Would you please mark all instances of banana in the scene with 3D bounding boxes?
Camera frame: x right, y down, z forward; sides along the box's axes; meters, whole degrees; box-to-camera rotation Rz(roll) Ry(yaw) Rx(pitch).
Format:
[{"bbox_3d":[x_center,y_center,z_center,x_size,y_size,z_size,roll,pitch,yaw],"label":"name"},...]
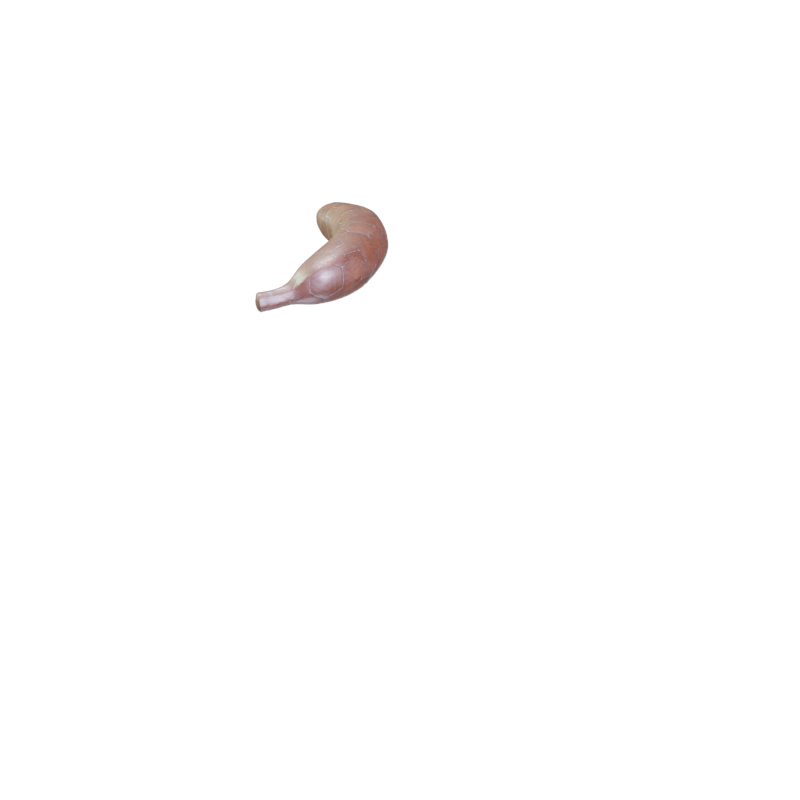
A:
[{"bbox_3d":[-0.042,-0.105,0.753,0.070,0.035,0.204,3,23,8],"label":"banana"}]
